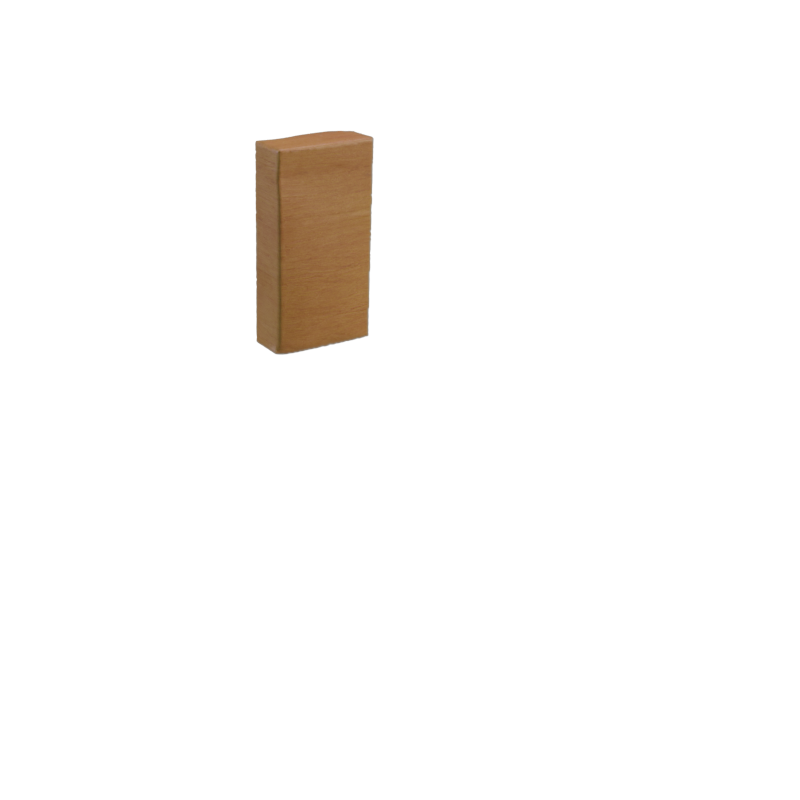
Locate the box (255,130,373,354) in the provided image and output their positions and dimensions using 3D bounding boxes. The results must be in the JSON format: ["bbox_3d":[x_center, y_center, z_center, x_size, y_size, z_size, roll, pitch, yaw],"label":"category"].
[{"bbox_3d":[-0.072,-0.131,0.918,0.091,0.169,0.051,-11,21,-33],"label":"box"}]
